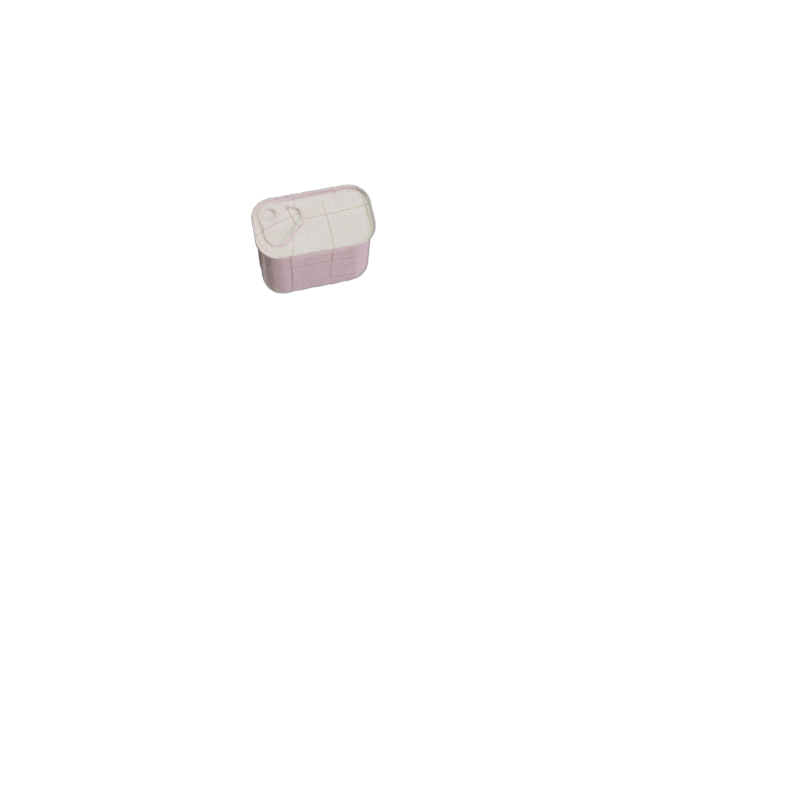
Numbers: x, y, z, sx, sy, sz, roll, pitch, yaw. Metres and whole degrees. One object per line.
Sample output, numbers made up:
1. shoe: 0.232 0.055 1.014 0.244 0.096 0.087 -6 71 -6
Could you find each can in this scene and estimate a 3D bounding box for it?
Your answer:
1. can: -0.075 -0.137 0.961 0.101 0.061 0.080 -11 -19 -6
